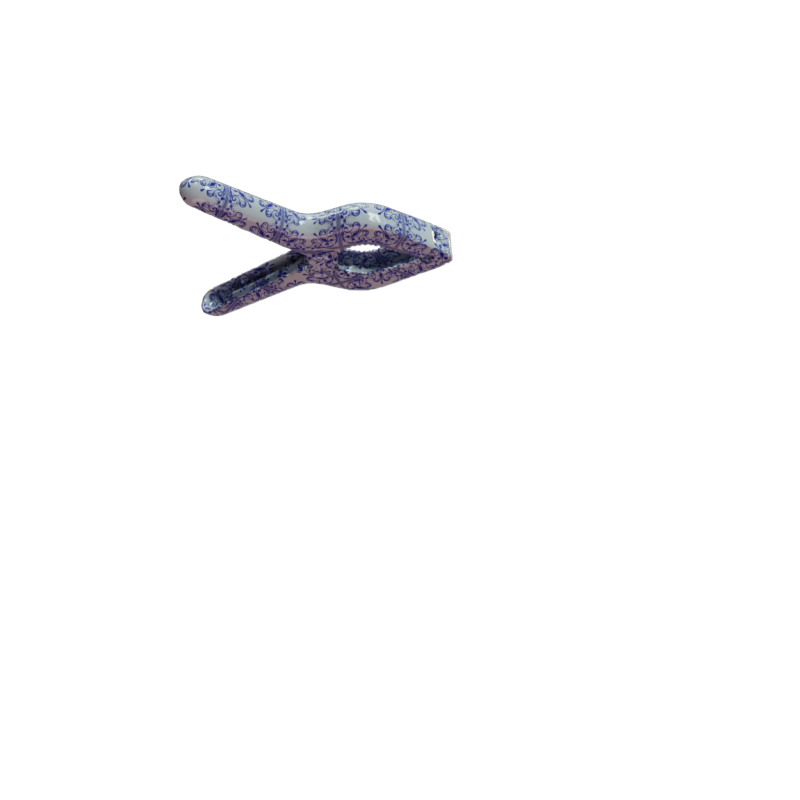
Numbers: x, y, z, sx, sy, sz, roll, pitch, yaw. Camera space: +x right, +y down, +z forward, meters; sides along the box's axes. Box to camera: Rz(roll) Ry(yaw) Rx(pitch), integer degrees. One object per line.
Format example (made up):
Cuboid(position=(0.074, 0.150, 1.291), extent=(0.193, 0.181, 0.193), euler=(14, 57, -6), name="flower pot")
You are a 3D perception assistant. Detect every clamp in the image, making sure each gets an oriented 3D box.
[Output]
Cuboid(position=(-0.067, -0.122, 0.853), extent=(0.211, 0.039, 0.153), euler=(-3, -30, 6), name="clamp")
